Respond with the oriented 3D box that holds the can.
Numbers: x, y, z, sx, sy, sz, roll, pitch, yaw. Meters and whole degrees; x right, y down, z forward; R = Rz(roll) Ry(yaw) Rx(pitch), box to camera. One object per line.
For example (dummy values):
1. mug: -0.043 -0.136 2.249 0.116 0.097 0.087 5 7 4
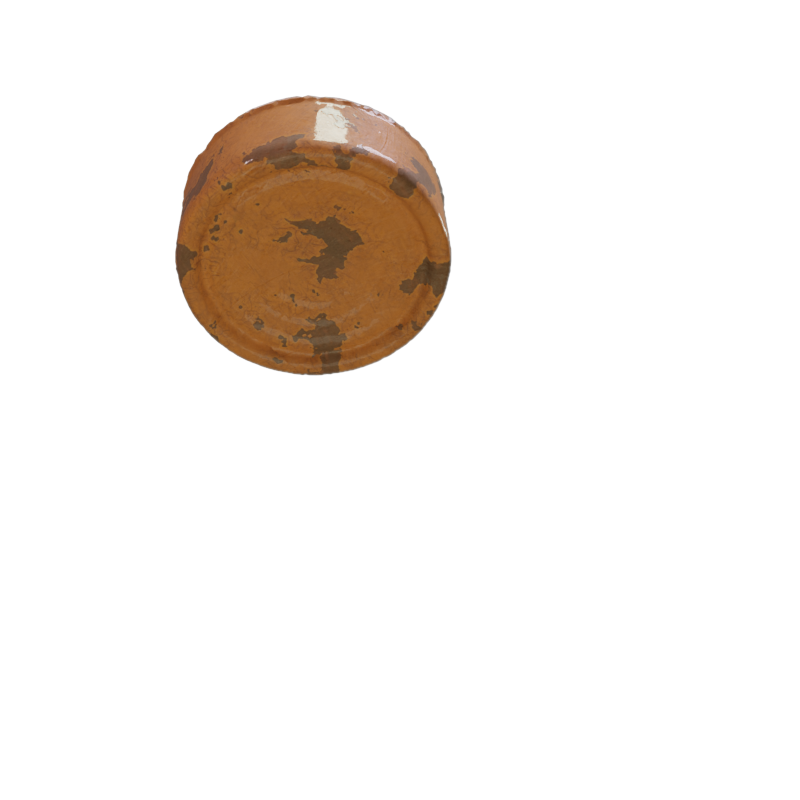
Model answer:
1. can: -0.027 -0.050 0.350 0.086 0.080 0.036 1 35 -1
